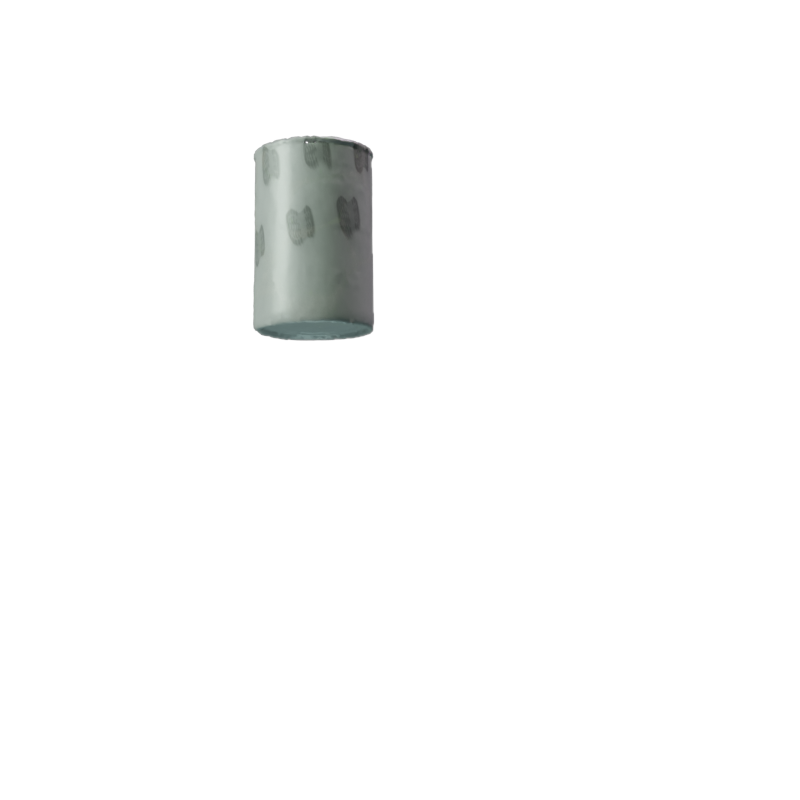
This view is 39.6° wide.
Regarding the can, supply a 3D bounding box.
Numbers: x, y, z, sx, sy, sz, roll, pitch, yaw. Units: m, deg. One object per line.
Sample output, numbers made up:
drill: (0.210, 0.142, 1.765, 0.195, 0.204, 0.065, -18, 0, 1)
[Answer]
can: (-0.048, -0.088, 0.618, 0.068, 0.105, 0.067, 0, -11, -2)
